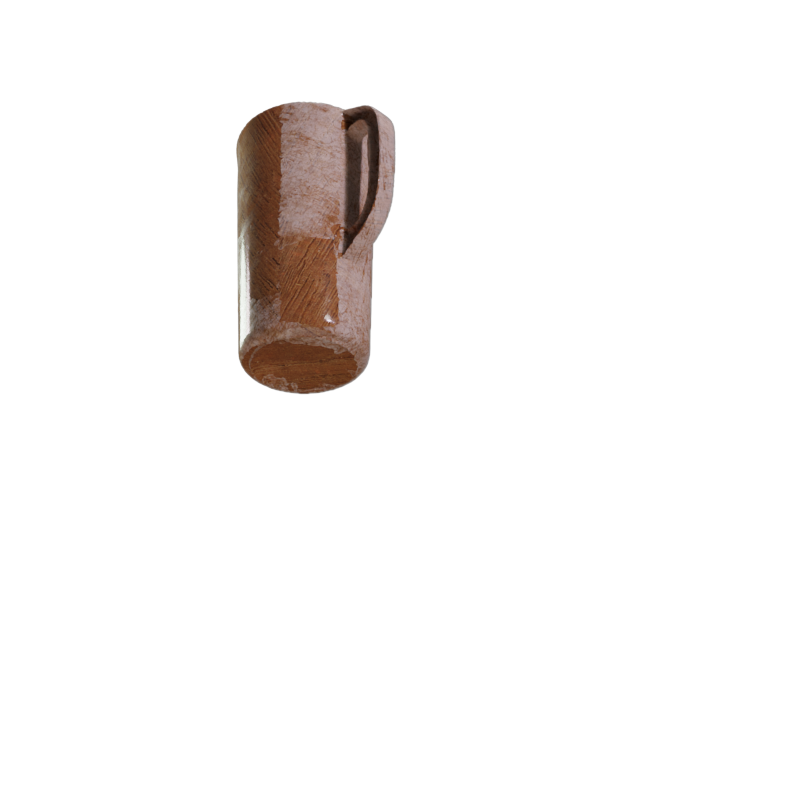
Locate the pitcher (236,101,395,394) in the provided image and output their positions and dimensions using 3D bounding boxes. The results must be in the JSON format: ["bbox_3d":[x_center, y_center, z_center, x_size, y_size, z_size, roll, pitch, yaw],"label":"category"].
[{"bbox_3d":[-0.075,-0.138,0.964,0.145,0.260,0.139,-2,-35,-1],"label":"pitcher"}]
